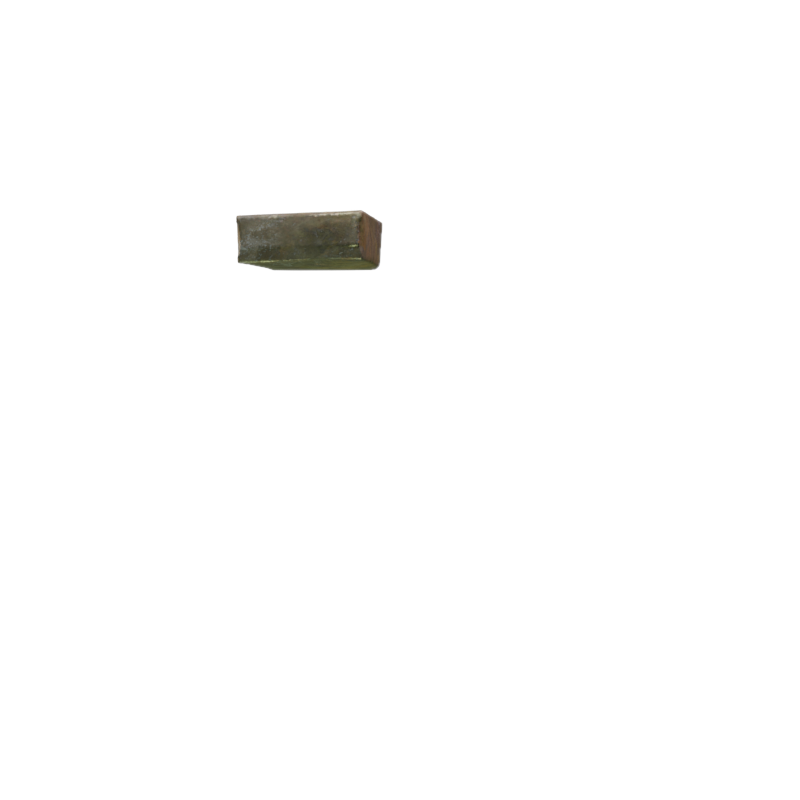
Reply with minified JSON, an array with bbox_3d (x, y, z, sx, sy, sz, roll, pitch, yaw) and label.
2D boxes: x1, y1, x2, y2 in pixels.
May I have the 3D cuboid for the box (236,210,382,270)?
[{"bbox_3d":[-0.063,-0.116,0.812,0.091,0.039,0.112,0,2,8],"label":"box"}]
